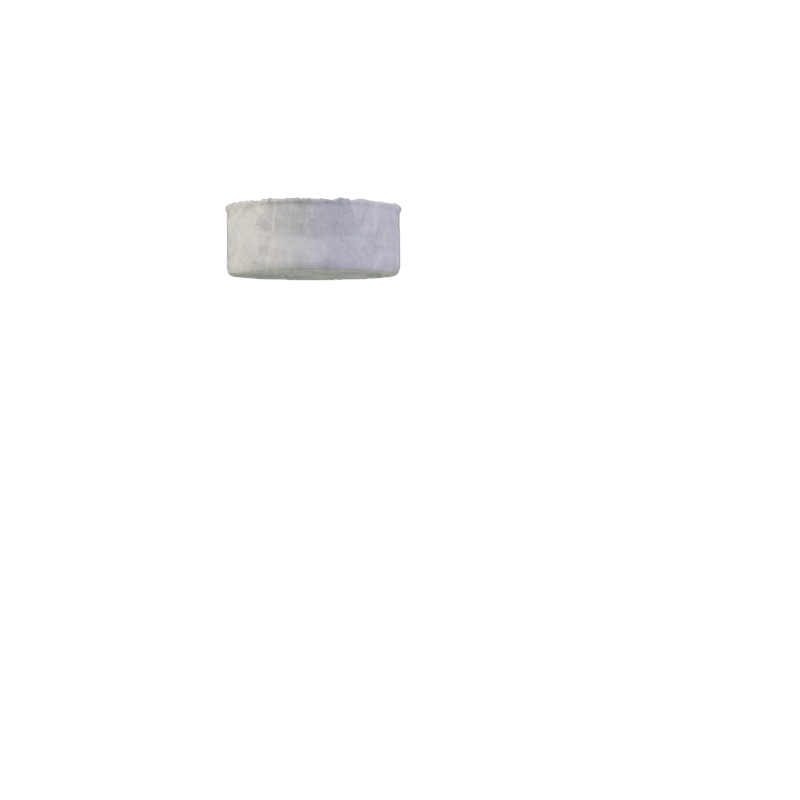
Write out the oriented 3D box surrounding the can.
[{"bbox_3d":[-0.042,-0.077,0.540,0.086,0.034,0.086,0,2,-2],"label":"can"}]
